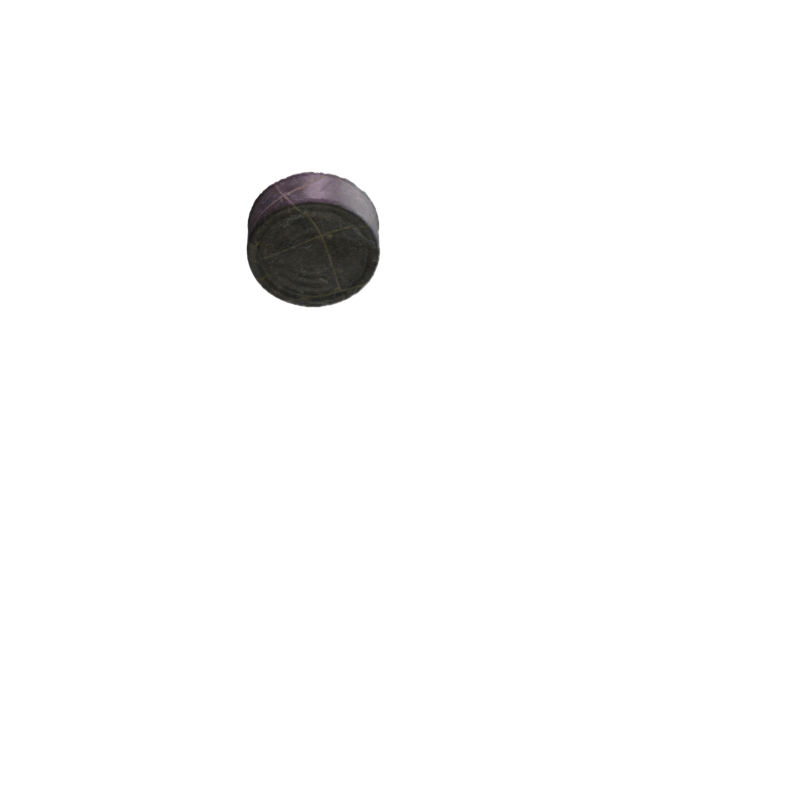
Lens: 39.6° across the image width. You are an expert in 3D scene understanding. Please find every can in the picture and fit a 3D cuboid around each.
[{"bbox_3d":[-0.055,-0.101,0.709,0.086,0.080,0.036,1,40,-1],"label":"can"}]
